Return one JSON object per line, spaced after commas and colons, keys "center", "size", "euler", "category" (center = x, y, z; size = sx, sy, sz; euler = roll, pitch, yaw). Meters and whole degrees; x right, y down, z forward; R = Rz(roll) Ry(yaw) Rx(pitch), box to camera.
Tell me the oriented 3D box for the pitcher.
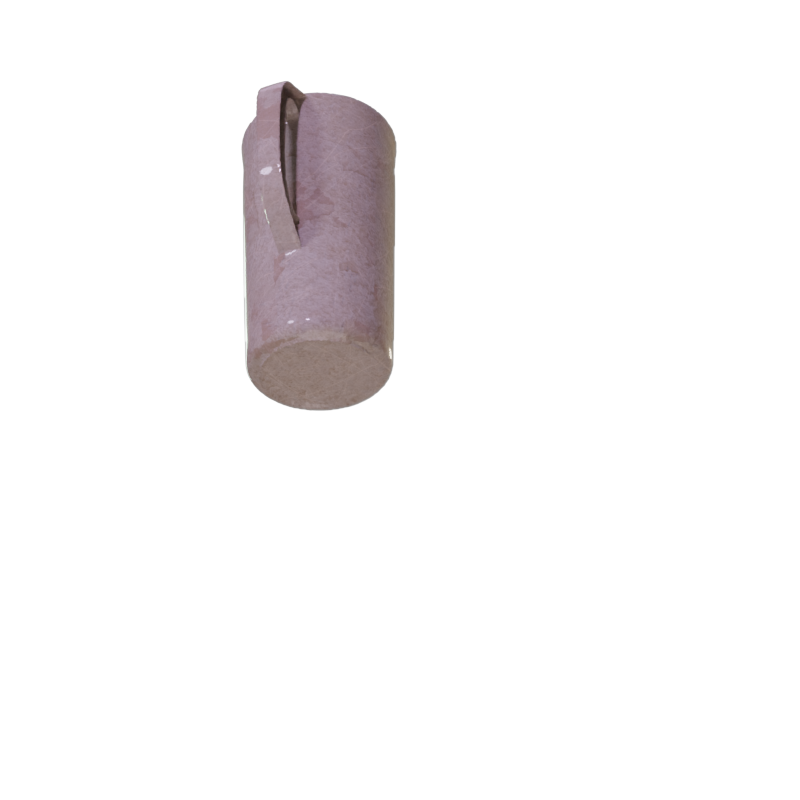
{"center": [-0.068, -0.124, 0.871], "size": [0.144, 0.261, 0.140], "euler": [15, -42, -21], "category": "pitcher"}
